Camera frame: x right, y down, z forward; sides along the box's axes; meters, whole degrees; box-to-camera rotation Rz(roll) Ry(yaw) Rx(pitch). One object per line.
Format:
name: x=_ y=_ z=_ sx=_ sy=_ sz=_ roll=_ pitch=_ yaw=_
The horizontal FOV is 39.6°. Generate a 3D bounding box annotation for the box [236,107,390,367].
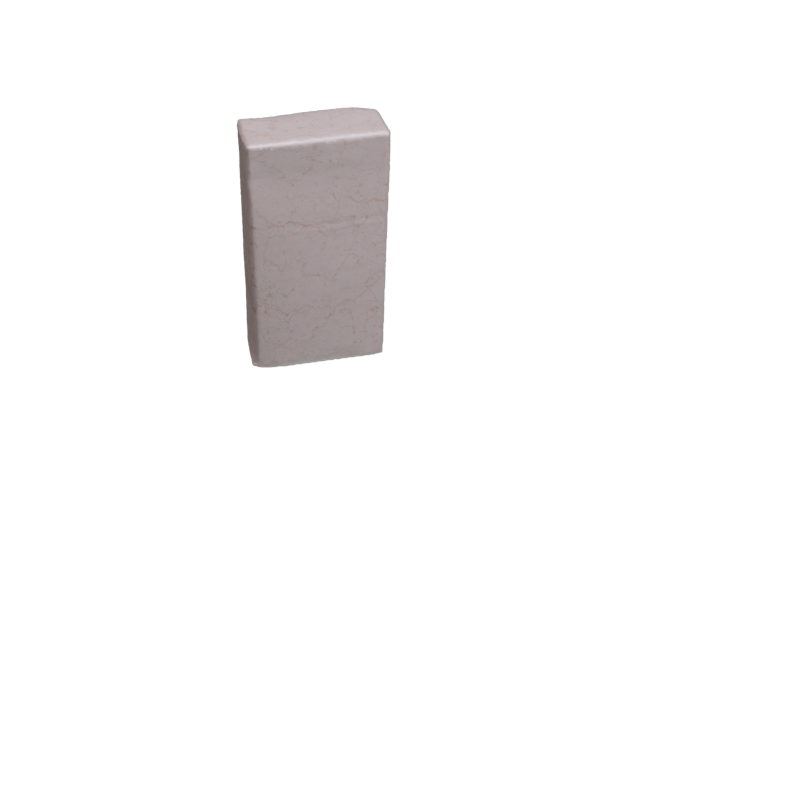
box: x=-0.057 y=-0.105 z=0.733 sx=0.092 sy=0.165 sz=0.052 roll=-6 pitch=35 yaw=-12
